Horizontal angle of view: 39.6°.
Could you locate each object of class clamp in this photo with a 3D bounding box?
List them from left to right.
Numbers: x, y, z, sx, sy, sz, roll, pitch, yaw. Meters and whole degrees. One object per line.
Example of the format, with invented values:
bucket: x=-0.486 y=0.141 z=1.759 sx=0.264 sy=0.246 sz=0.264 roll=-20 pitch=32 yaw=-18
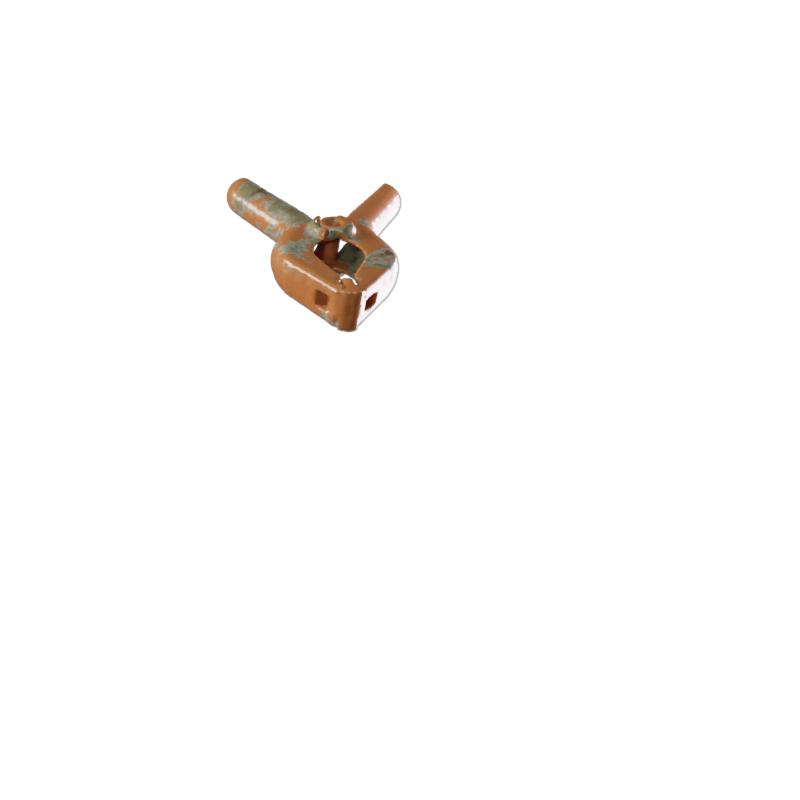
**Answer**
clamp: x=-0.055 y=-0.101 z=0.708 sx=0.120 sy=0.037 sz=0.182 roll=-1 pitch=31 yaw=-2
